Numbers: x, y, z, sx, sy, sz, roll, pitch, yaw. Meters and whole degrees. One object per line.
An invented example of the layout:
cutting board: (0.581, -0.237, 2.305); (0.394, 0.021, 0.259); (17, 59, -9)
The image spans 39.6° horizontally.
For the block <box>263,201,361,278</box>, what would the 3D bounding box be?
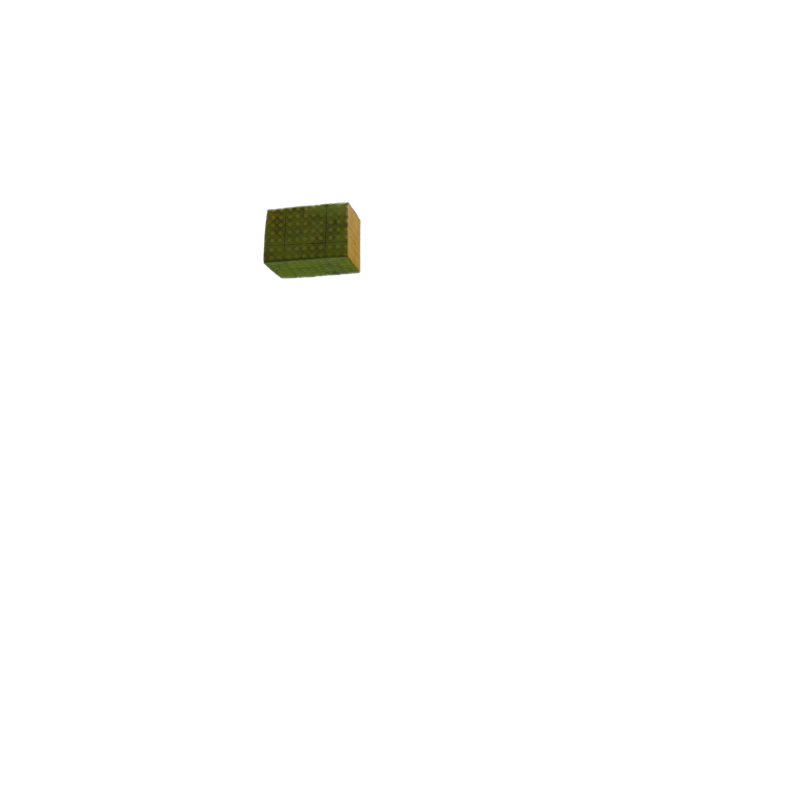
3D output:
block: (-0.078, -0.142, 0.993); (0.079, 0.053, 0.050); (-3, -15, 13)
